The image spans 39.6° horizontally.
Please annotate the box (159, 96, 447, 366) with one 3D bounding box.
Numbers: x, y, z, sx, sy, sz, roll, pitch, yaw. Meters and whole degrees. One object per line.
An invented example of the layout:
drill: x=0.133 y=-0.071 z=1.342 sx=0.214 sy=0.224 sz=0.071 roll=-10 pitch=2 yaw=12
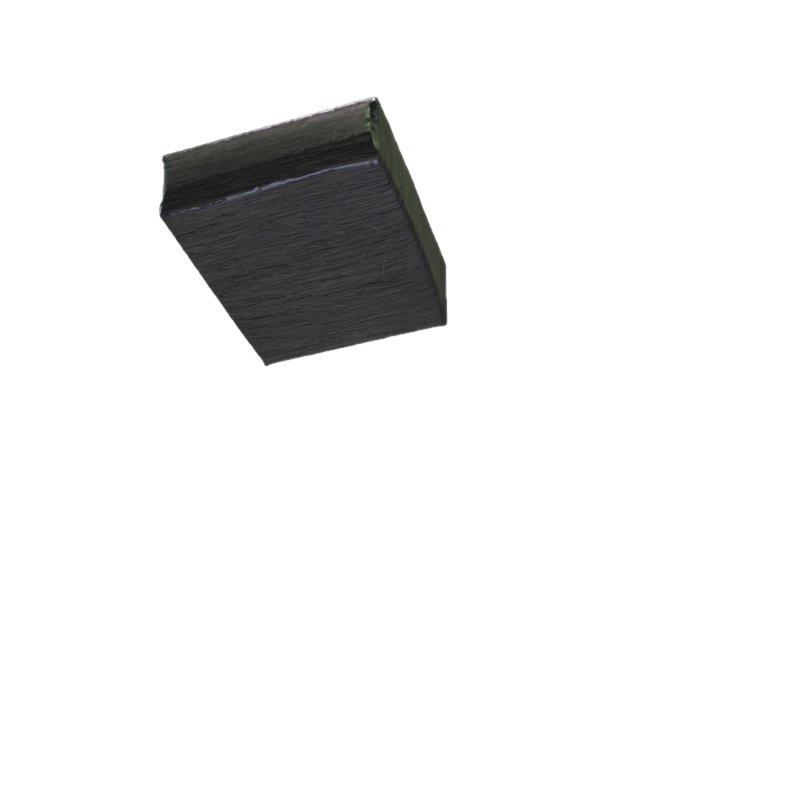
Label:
box: x=-0.036 y=-0.065 z=0.458 sx=0.091 sy=0.042 sz=0.105 roll=-11 pitch=-39 yaw=14
